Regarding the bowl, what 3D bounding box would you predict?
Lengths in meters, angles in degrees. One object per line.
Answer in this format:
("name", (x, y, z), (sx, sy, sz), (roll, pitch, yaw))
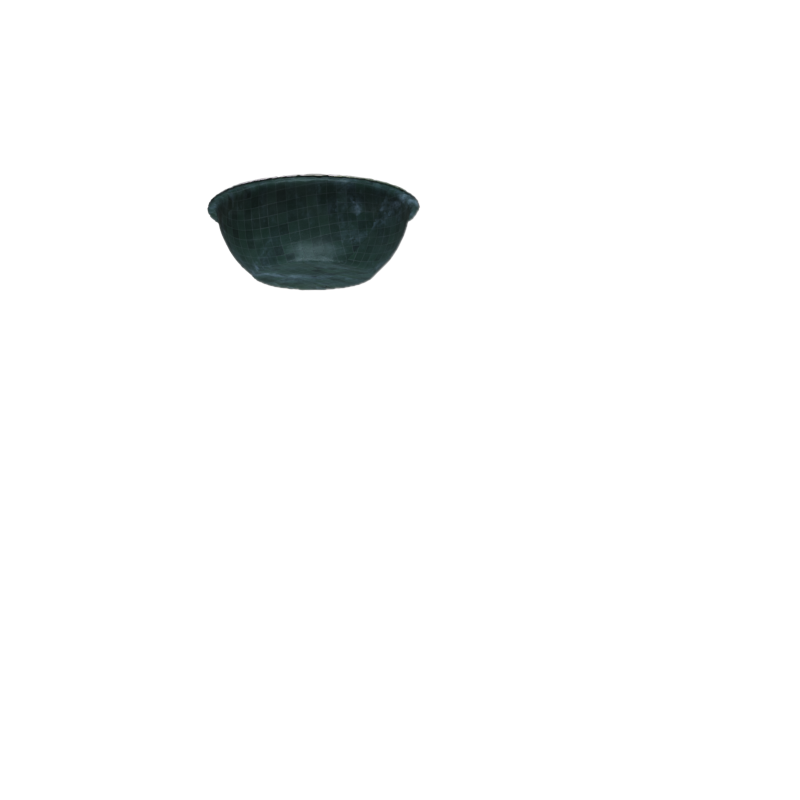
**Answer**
("bowl", (-0.066, -0.120, 0.840), (0.162, 0.057, 0.158), (0, -9, -2))
